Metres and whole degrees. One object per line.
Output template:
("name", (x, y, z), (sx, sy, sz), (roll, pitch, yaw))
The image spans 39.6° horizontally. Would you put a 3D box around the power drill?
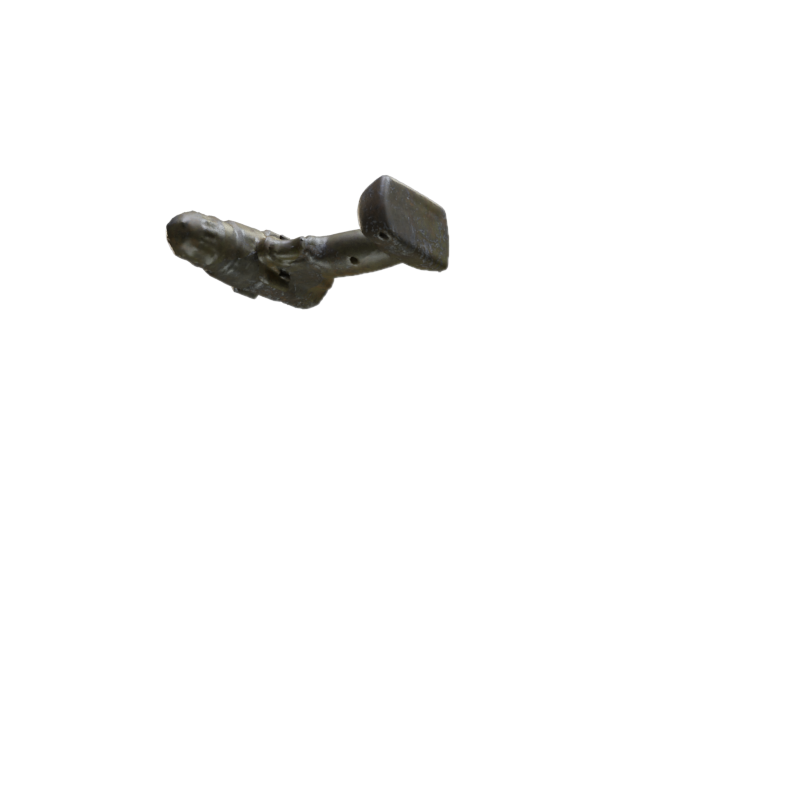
("power drill", (-0.070, -0.128, 0.895), (0.192, 0.060, 0.174), (-8, -14, 34))
